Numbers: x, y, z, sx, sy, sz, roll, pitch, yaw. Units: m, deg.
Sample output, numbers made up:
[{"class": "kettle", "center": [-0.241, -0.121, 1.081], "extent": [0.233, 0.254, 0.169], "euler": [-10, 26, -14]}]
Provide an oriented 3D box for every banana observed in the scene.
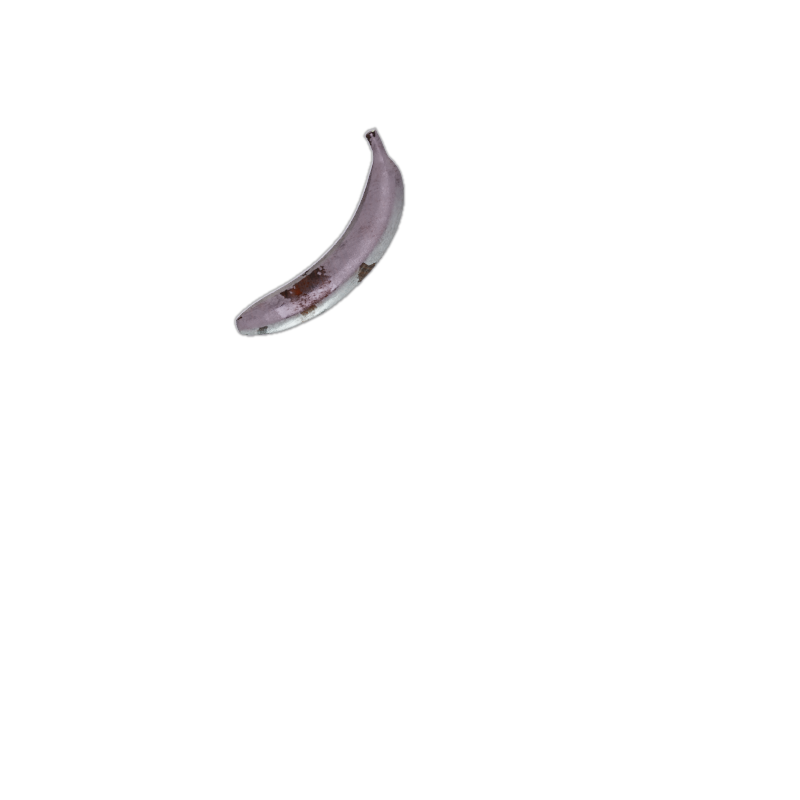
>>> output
[{"class": "banana", "center": [-0.053, -0.121, 0.900], "extent": [0.069, 0.197, 0.037], "euler": [35, 3, -4]}]
